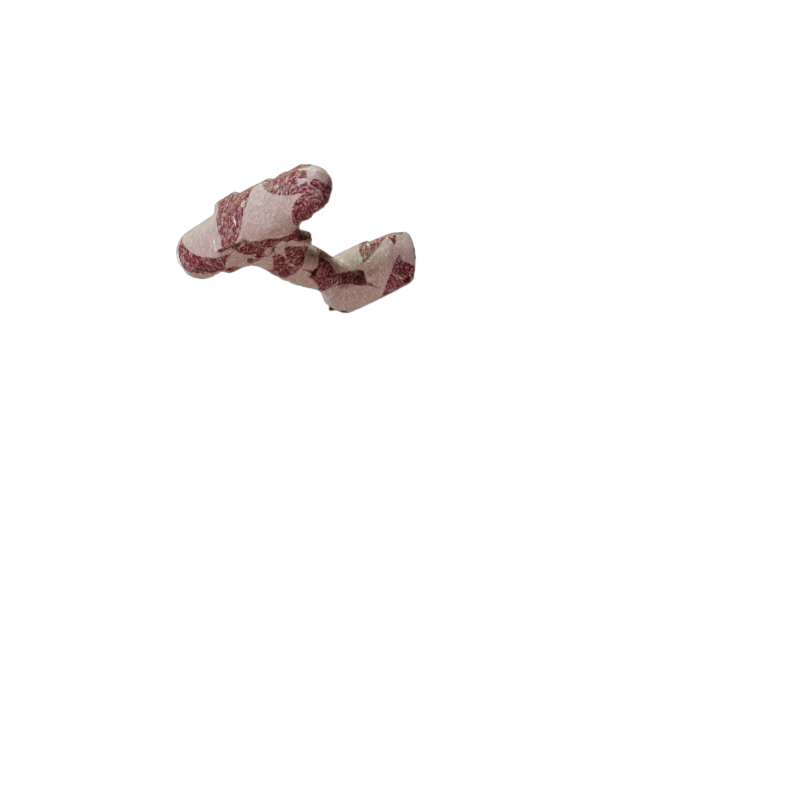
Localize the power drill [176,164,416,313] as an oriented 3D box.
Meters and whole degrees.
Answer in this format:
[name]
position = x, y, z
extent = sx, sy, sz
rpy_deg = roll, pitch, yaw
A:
[power drill]
position = -0.076, -0.139, 0.976
extent = 0.177, 0.060, 0.186
rpy_deg = 17, -26, -40
